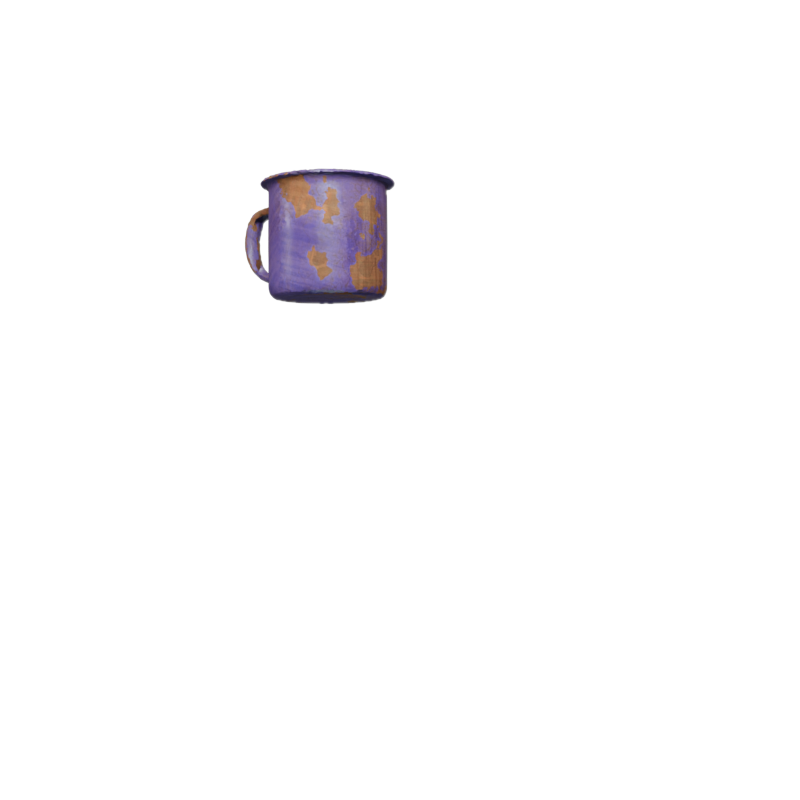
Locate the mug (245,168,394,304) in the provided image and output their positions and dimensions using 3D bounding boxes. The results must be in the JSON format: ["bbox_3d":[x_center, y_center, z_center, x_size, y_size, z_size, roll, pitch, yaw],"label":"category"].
[{"bbox_3d":[-0.060,-0.110,0.770,0.121,0.083,0.089,-2,-4,31],"label":"mug"}]
